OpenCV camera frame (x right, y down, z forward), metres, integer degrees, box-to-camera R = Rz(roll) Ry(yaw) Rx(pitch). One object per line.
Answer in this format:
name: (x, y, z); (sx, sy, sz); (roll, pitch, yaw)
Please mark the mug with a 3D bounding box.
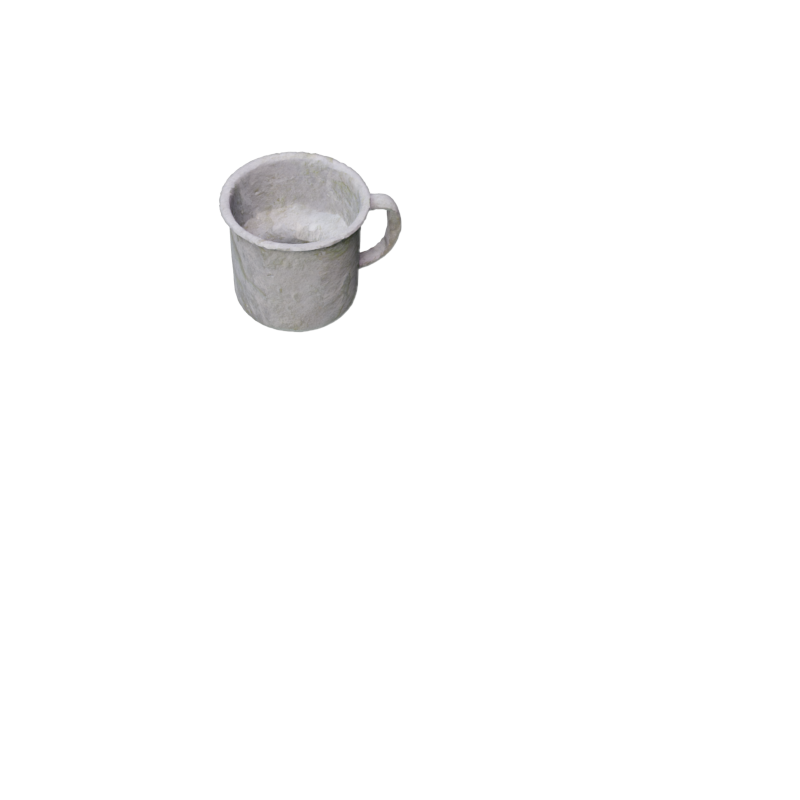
mug: (-0.055, -0.101, 0.709); (0.116, 0.076, 0.101); (-15, 49, -15)
